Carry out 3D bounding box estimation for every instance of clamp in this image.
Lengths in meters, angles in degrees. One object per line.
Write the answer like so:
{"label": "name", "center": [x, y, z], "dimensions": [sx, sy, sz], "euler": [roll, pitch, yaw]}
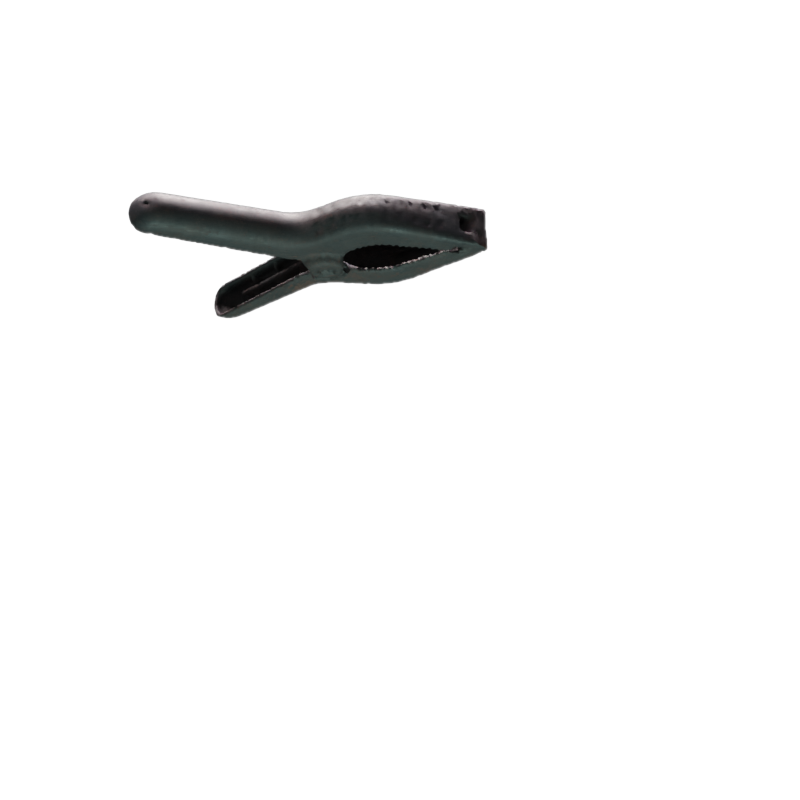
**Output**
{"label": "clamp", "center": [-0.054, -0.099, 0.692], "dimensions": [0.214, 0.038, 0.154], "euler": [-6, -18, 19]}
